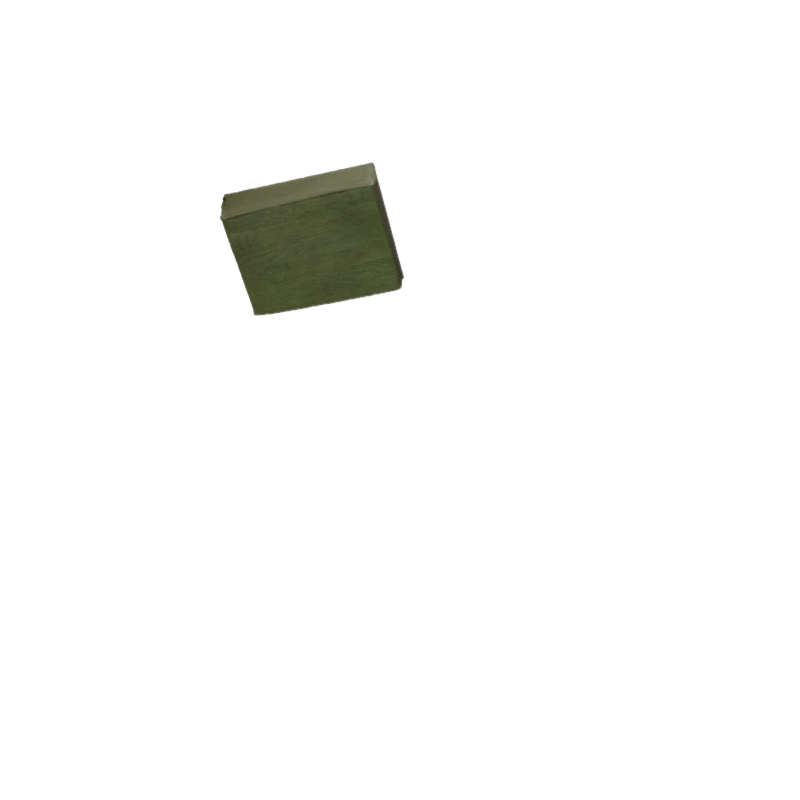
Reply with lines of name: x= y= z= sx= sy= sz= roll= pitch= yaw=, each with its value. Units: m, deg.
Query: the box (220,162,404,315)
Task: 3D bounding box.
box: x=-0.062 y=-0.113 z=0.789 sx=0.114 sy=0.084 sz=0.041 roll=-11 pitch=33 yaw=7
